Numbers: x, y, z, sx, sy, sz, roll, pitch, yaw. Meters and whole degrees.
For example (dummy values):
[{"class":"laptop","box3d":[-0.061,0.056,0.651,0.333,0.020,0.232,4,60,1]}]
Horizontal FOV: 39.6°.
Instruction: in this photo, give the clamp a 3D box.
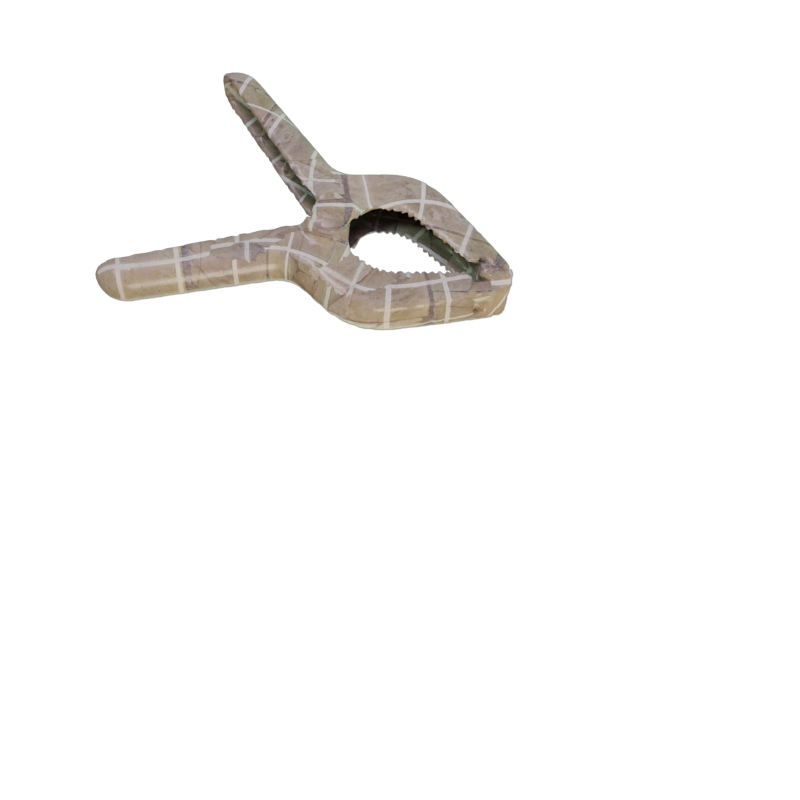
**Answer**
[{"class":"clamp","box3d":[-0.047,-0.085,0.596,0.217,0.170,0.034,26,-29,15]}]
